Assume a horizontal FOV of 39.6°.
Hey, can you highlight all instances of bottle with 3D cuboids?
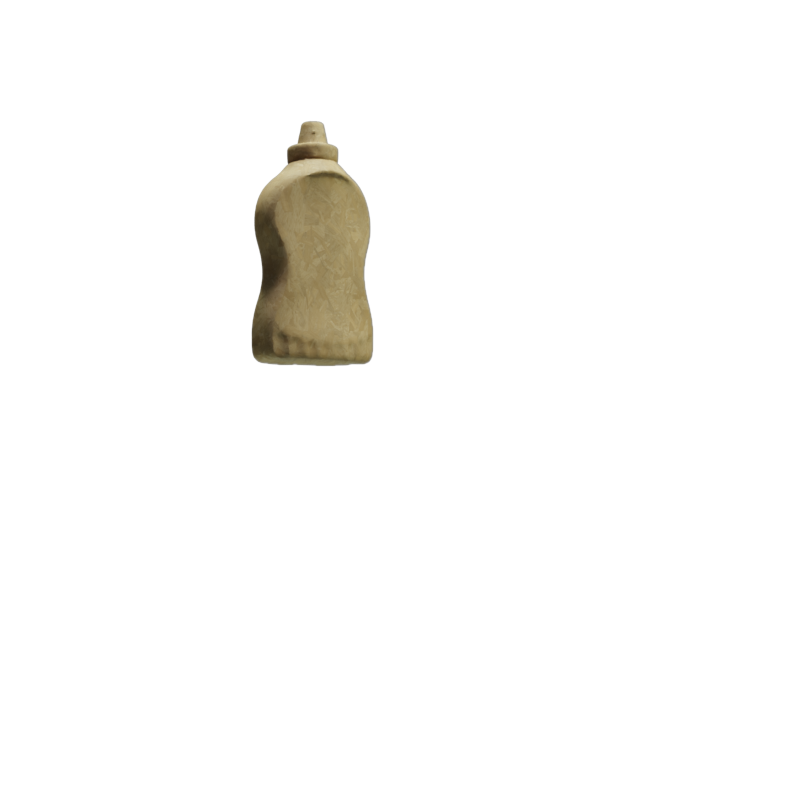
[{"bbox_3d":[-0.068,-0.124,0.870,0.092,0.196,0.059,4,-9,-31],"label":"bottle"}]
